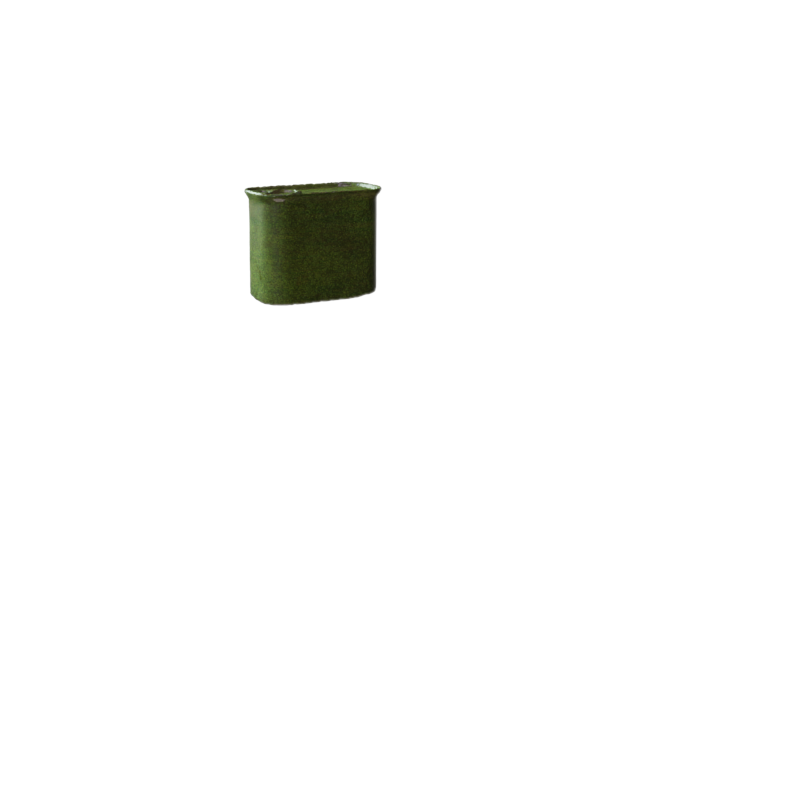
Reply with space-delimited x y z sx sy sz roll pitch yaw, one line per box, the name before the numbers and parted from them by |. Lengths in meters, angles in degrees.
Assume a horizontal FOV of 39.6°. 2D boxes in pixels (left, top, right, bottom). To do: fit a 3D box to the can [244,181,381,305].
can | -0.066 -0.121 0.846 0.099 0.082 0.061 -7 14 -28
